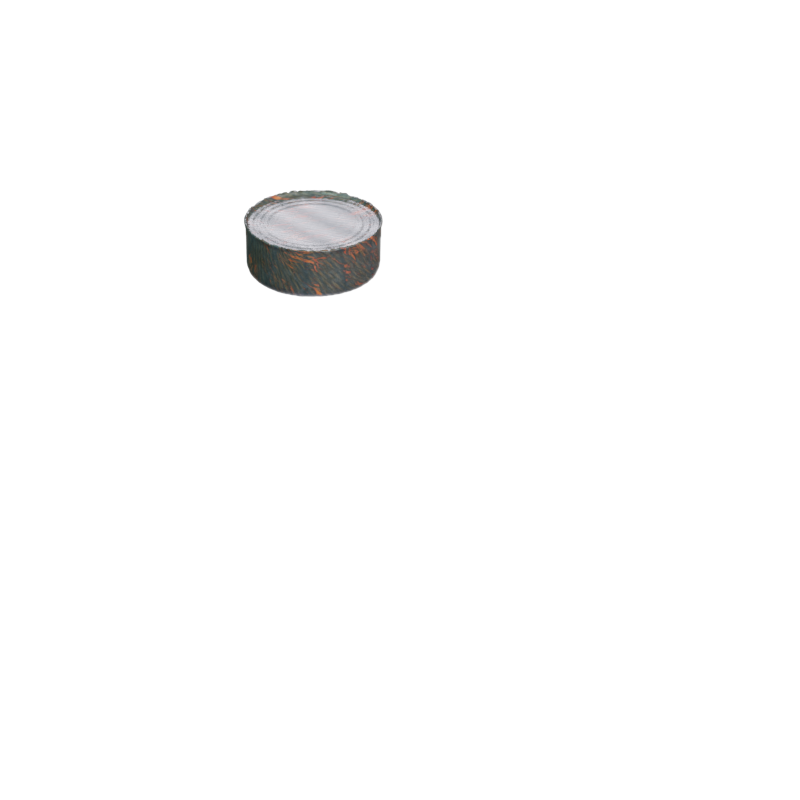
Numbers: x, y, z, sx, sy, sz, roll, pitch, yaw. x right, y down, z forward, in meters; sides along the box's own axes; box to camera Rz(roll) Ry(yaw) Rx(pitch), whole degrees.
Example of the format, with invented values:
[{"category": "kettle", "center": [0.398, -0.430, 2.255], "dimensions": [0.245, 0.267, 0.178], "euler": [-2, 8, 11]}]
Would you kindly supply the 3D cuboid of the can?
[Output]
[{"category": "can", "center": [-0.054, -0.099, 0.694], "dimensions": [0.086, 0.032, 0.091], "euler": [-1, 33, -2]}]
